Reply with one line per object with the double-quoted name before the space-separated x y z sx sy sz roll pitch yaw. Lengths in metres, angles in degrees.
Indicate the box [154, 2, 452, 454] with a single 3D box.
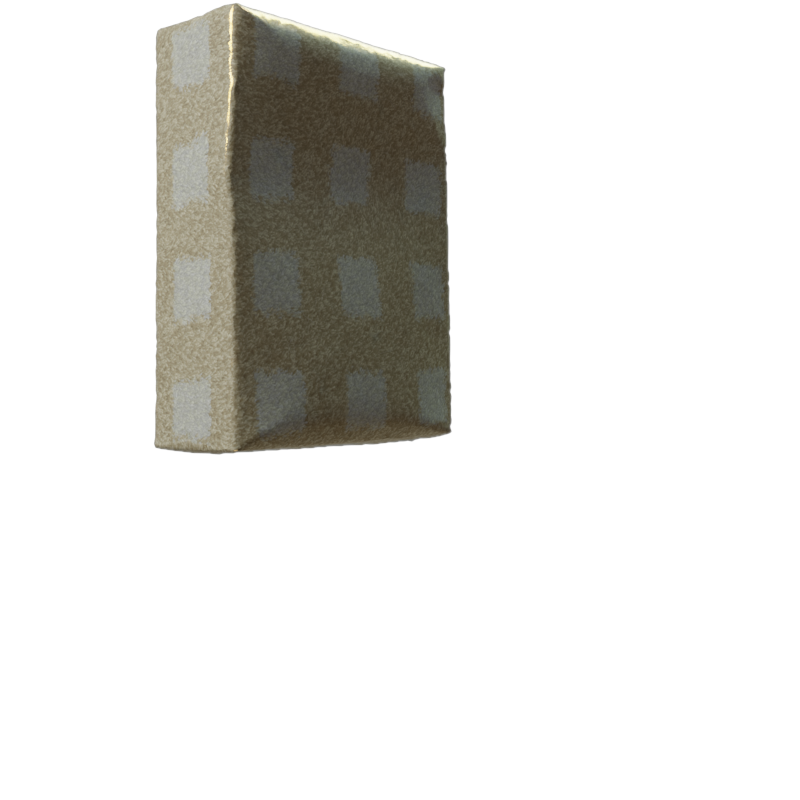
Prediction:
"box" -0.046 -0.084 0.587 0.074 0.217 0.157 -6 -7 43
